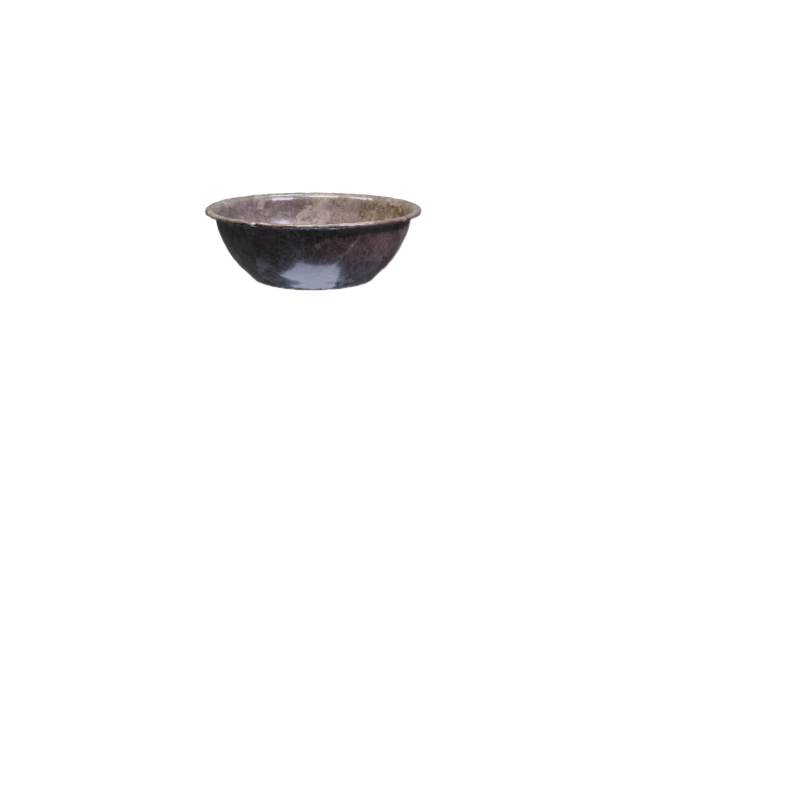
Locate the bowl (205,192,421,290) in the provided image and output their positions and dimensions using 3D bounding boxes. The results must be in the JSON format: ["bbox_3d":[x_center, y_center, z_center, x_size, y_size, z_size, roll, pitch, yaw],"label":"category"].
[{"bbox_3d":[-0.065,-0.119,0.834,0.162,0.053,0.168,-1,18,-2],"label":"bowl"}]
